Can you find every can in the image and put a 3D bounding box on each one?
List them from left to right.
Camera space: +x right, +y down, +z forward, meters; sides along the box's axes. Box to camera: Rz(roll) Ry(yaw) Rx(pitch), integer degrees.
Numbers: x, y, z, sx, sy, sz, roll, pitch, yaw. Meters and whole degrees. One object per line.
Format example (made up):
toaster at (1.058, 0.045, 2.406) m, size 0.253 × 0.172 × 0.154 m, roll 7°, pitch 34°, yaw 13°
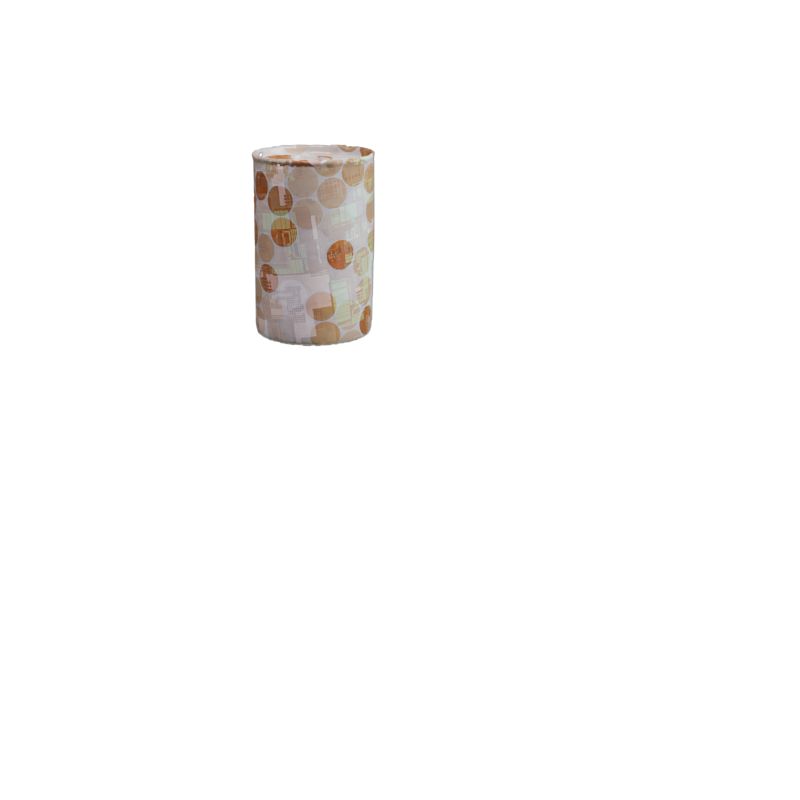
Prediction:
can at (-0.049, -0.089, 0.620) m, size 0.068 × 0.099 × 0.071 m, roll 0°, pitch 15°, yaw -2°
